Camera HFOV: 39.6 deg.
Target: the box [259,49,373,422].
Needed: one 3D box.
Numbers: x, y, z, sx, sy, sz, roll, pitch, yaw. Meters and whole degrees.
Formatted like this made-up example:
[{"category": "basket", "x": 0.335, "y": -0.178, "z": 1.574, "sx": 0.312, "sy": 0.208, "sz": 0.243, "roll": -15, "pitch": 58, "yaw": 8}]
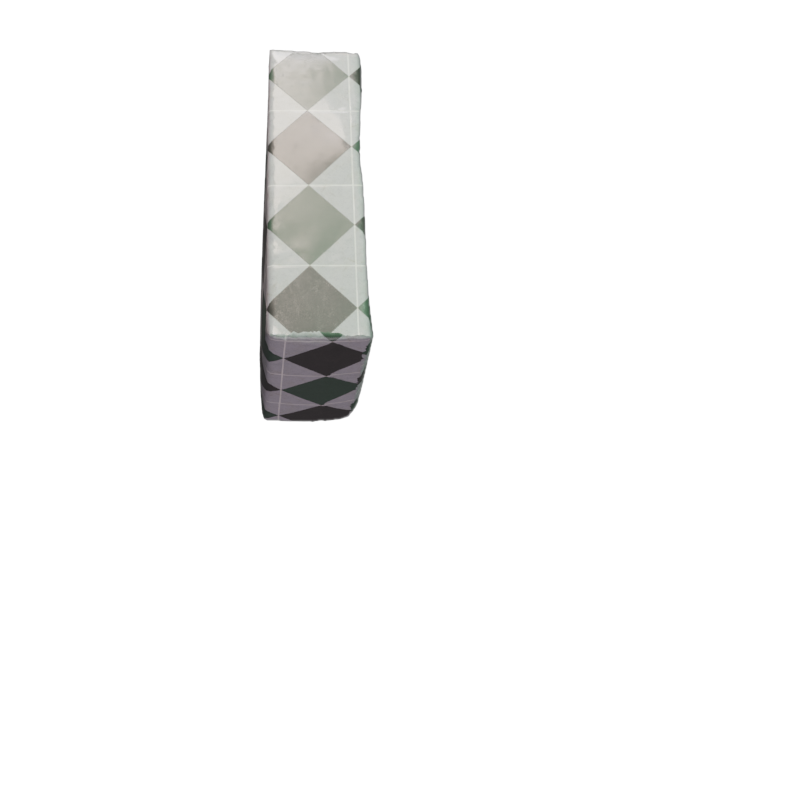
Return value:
[{"category": "box", "x": -0.061, "y": -0.111, "z": 0.778, "sx": 0.071, "sy": 0.226, "sz": 0.156, "roll": 1, "pitch": -24, "yaw": -6}]
